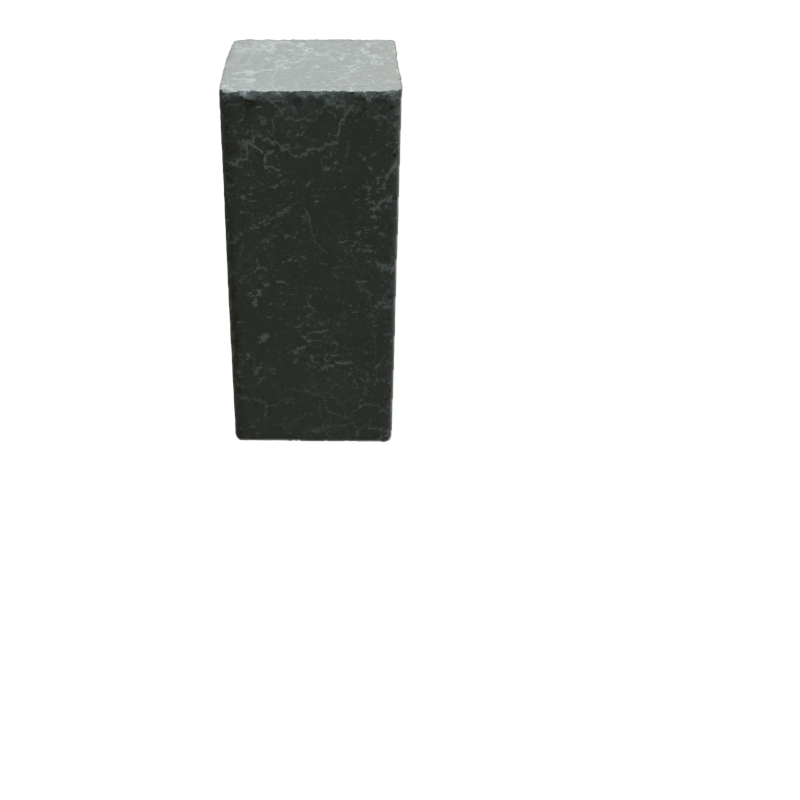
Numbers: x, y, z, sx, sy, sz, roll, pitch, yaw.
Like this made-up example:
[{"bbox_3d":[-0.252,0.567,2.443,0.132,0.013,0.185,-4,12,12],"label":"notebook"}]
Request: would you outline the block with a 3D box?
[{"bbox_3d":[-0.048,-0.087,0.613,0.091,0.194,0.096,1,29,-2],"label":"block"}]
